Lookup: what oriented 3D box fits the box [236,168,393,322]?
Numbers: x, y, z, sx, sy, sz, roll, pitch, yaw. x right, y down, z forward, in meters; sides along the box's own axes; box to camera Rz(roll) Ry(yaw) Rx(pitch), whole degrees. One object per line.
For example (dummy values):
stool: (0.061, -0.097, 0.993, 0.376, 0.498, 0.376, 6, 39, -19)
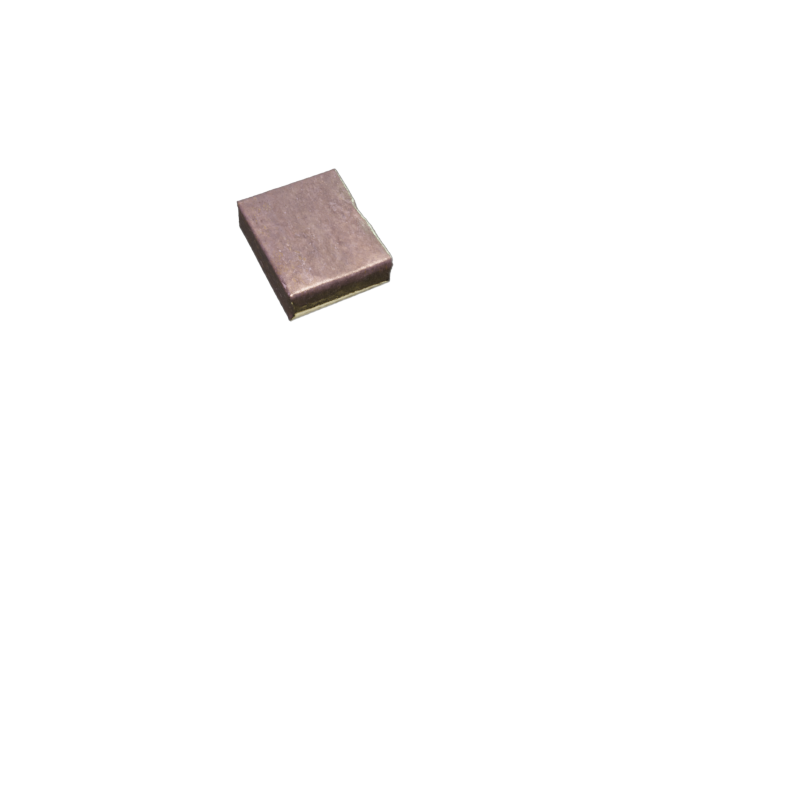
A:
box: (-0.057, -0.103, 0.724, 0.073, 0.096, 0.028, -21, -33, -15)
